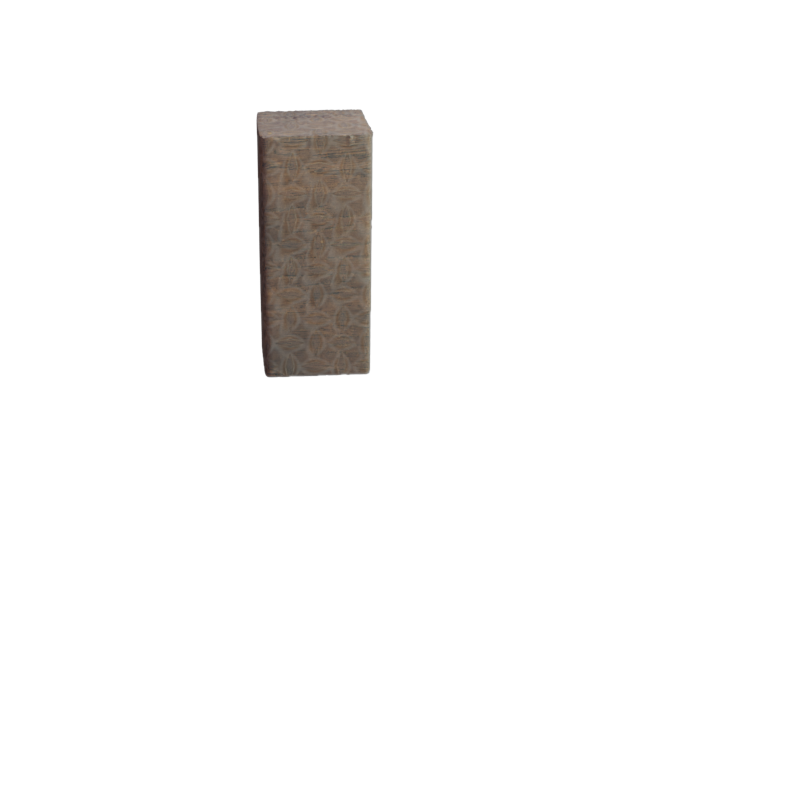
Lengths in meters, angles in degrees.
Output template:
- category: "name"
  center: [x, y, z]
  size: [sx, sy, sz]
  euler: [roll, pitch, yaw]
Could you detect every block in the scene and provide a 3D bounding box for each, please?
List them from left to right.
- category: "block"
  center: [-0.073, -0.132, 0.927]
  size: [0.090, 0.197, 0.095]
  euler: [-1, 22, -6]
